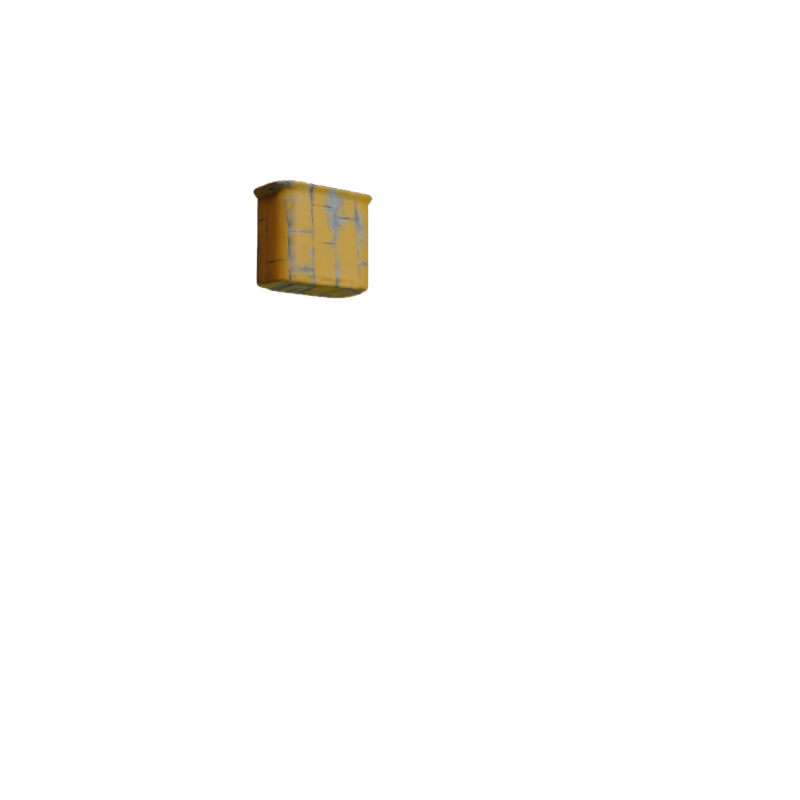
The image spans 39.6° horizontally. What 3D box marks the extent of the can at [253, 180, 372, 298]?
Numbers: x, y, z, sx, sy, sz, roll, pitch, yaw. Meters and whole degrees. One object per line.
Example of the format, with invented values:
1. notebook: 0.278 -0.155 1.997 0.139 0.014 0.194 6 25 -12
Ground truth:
1. can: -0.073 -0.133 0.934 0.097 0.086 0.059 5 -11 -38
